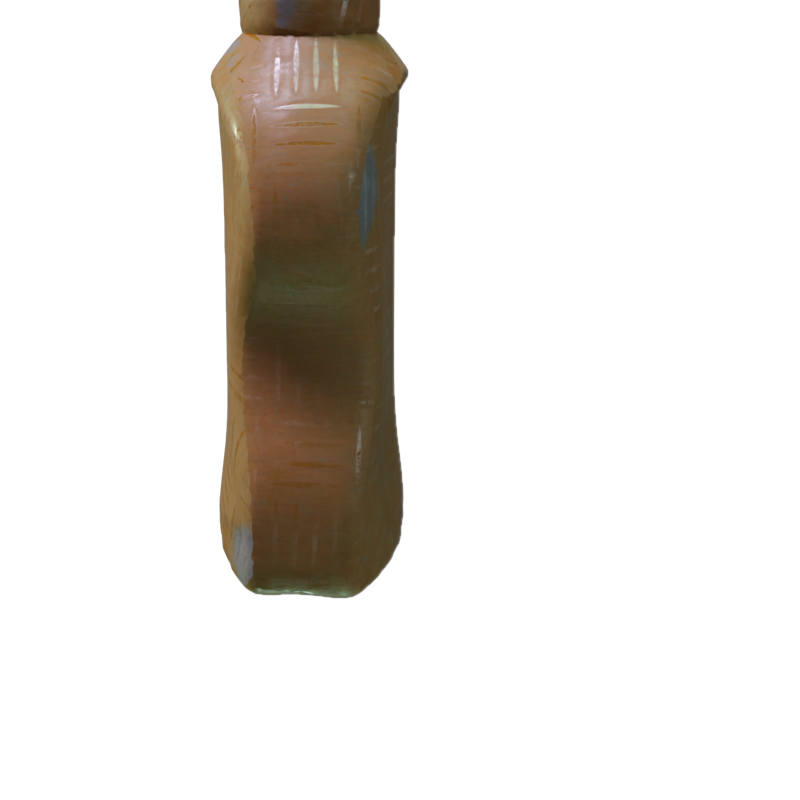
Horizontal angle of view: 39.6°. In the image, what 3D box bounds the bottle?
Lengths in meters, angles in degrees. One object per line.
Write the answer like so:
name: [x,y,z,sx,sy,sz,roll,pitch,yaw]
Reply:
bottle: [-0.027,-0.048,0.335,0.059,0.186,0.099,2,14,2]
